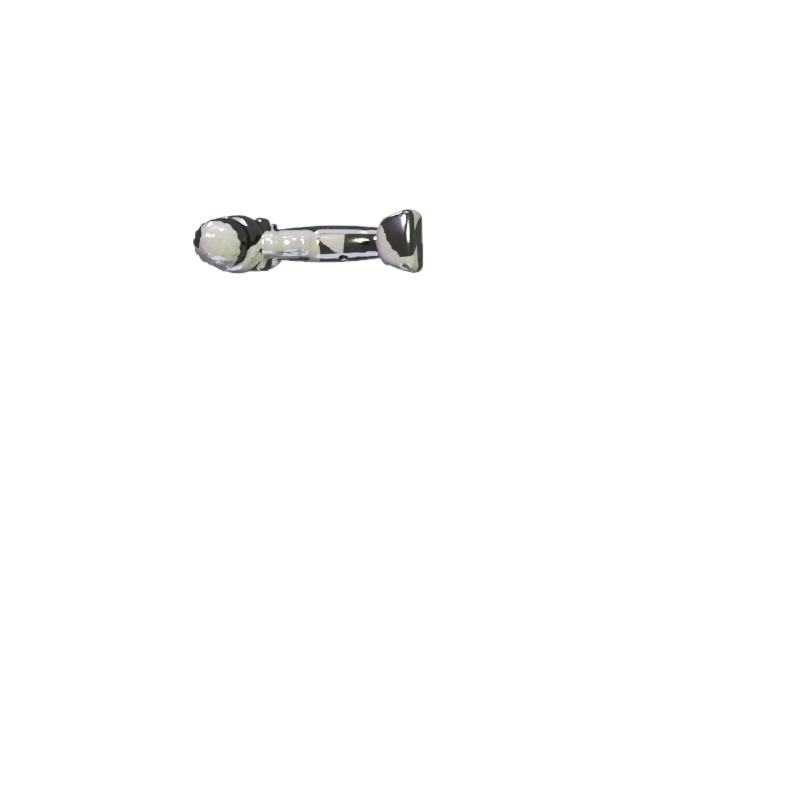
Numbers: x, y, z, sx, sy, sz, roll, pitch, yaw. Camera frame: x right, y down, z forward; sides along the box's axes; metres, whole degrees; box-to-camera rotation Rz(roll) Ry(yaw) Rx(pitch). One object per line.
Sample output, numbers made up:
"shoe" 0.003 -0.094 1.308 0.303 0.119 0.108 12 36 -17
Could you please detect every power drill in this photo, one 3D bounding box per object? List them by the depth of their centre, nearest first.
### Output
"power drill" -0.078 -0.142 0.991 0.190 0.057 0.183 1 8 10
